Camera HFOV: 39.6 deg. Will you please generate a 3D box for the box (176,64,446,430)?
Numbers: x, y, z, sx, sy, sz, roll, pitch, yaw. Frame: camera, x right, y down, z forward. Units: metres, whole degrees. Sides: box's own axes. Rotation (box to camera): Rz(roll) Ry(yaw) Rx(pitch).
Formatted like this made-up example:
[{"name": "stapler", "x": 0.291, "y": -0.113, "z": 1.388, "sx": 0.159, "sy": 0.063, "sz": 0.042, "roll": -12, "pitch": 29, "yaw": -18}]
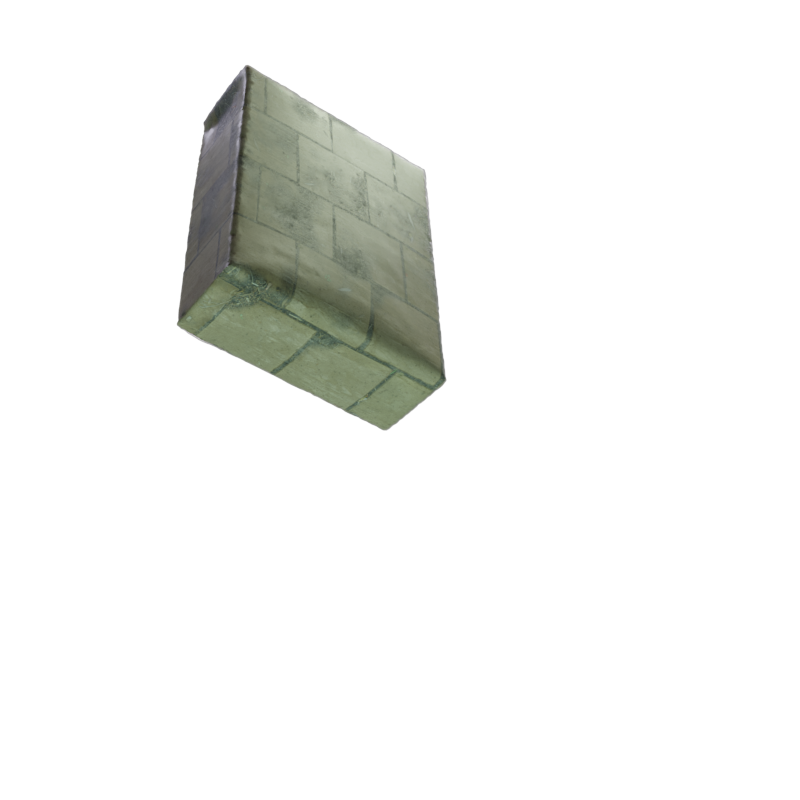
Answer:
[{"name": "box", "x": -0.058, "y": -0.106, "z": 0.745, "sx": 0.156, "sy": 0.230, "sz": 0.070, "roll": 26, "pitch": -52, "yaw": -26}]
